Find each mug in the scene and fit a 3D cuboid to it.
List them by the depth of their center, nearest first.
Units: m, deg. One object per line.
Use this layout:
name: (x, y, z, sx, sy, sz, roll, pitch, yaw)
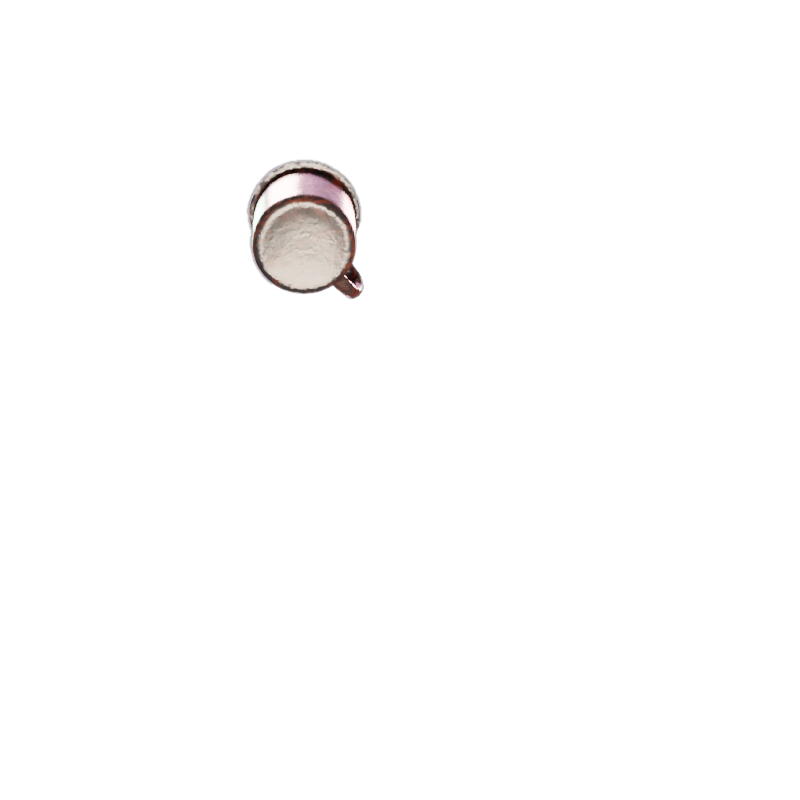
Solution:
mug: (-0.070, -0.127, 0.890, 0.093, 0.112, 0.086, -34, 20, 12)
